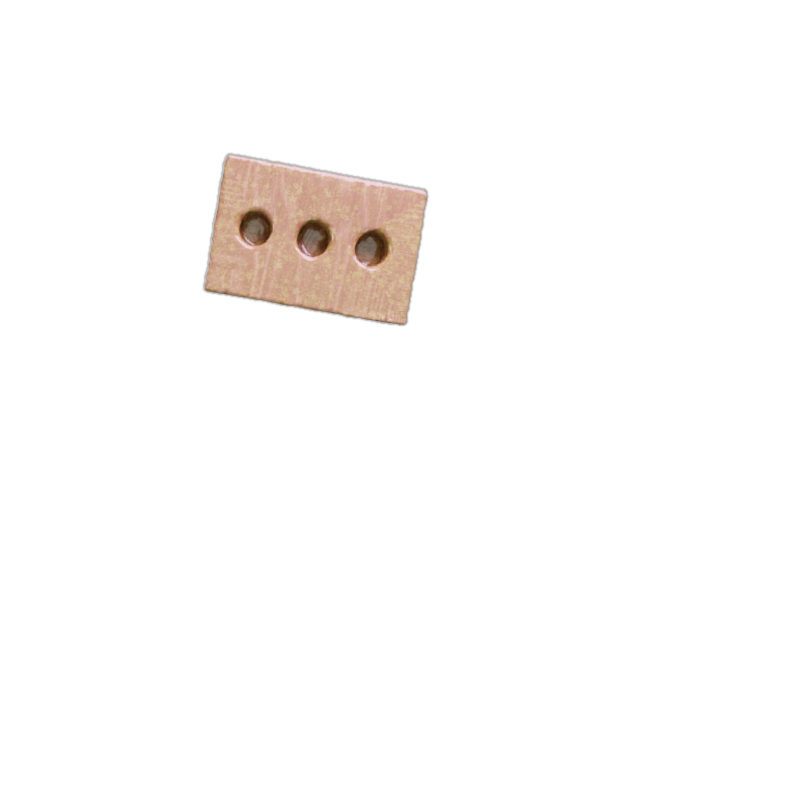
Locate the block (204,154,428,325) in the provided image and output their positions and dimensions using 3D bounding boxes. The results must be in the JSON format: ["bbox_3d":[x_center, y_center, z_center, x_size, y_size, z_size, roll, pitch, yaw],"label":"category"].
[{"bbox_3d":[-0.034,-0.061,0.430,0.078,0.053,0.051,9,1,-1],"label":"block"}]
